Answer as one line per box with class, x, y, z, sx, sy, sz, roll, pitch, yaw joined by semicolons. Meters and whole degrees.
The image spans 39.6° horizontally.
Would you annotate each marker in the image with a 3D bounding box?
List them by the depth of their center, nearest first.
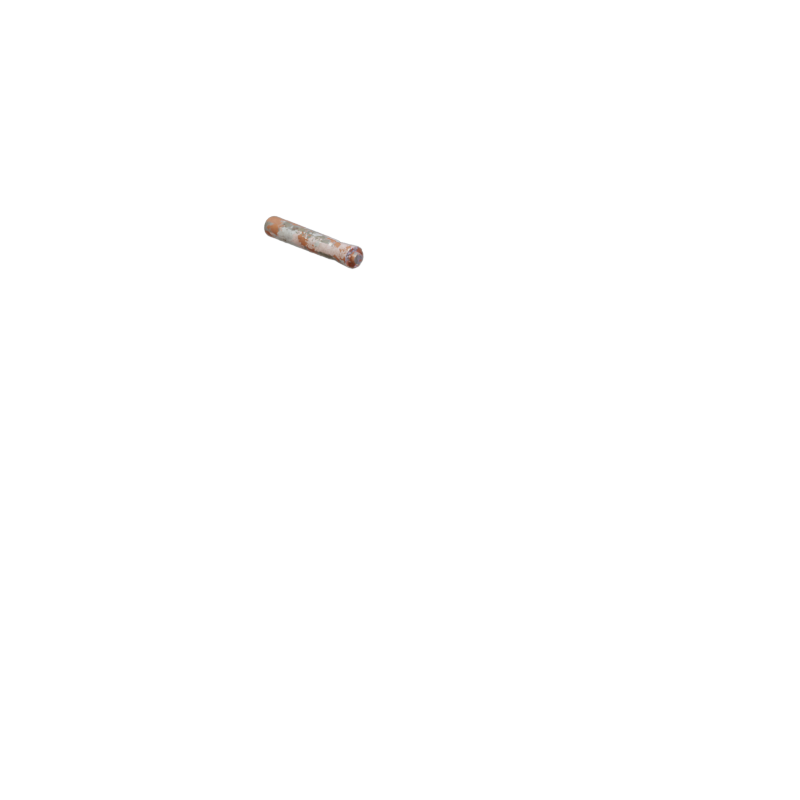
marker;-0.071;-0.130;0.913;0.019;0.019;0.129;-3;20;-39
